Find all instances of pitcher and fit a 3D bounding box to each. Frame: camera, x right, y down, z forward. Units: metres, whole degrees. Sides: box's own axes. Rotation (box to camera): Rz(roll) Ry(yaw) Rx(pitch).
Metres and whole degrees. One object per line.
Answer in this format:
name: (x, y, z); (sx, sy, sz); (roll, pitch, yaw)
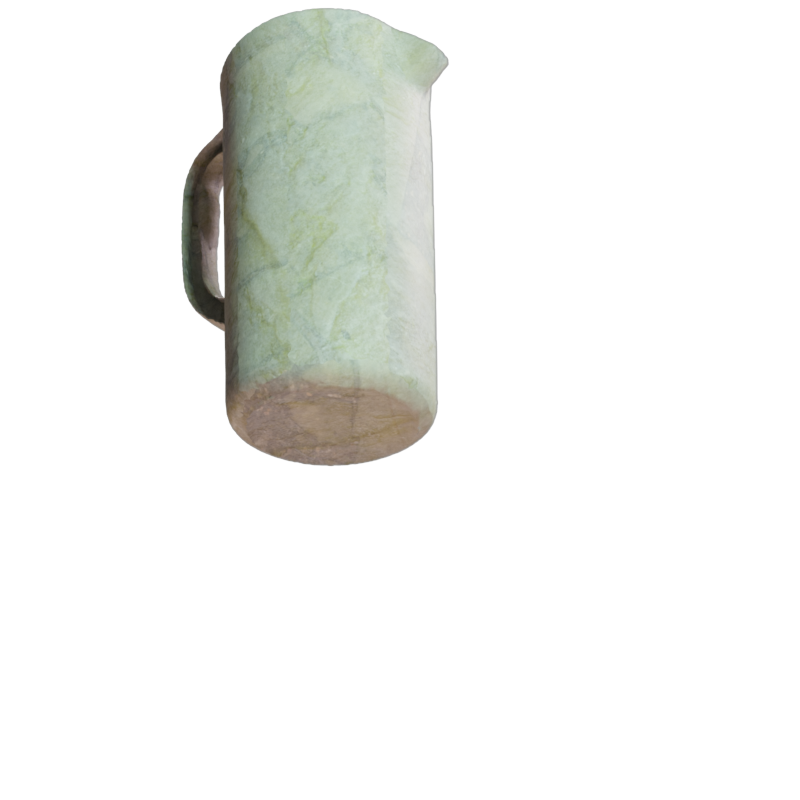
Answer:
pitcher: (-0.050, -0.090, 0.633); (0.142, 0.260, 0.142); (6, -34, -12)
